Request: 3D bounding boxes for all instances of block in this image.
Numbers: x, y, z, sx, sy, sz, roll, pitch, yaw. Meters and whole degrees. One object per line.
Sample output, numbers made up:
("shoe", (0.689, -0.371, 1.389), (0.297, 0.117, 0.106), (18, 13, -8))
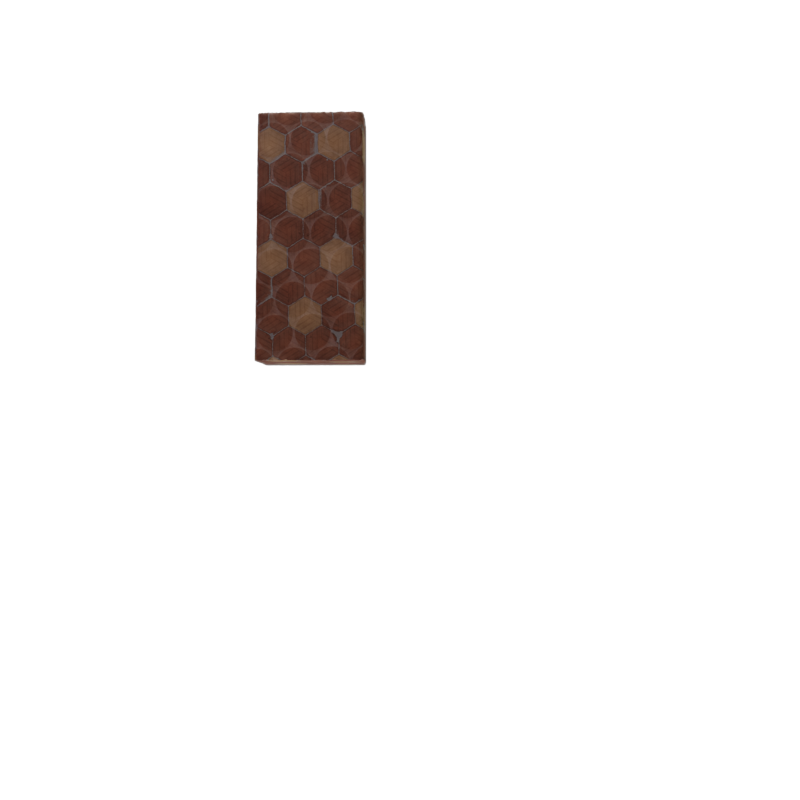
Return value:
("block", (-0.074, -0.135, 0.948), (0.091, 0.210, 0.088), (-1, -8, 2))
